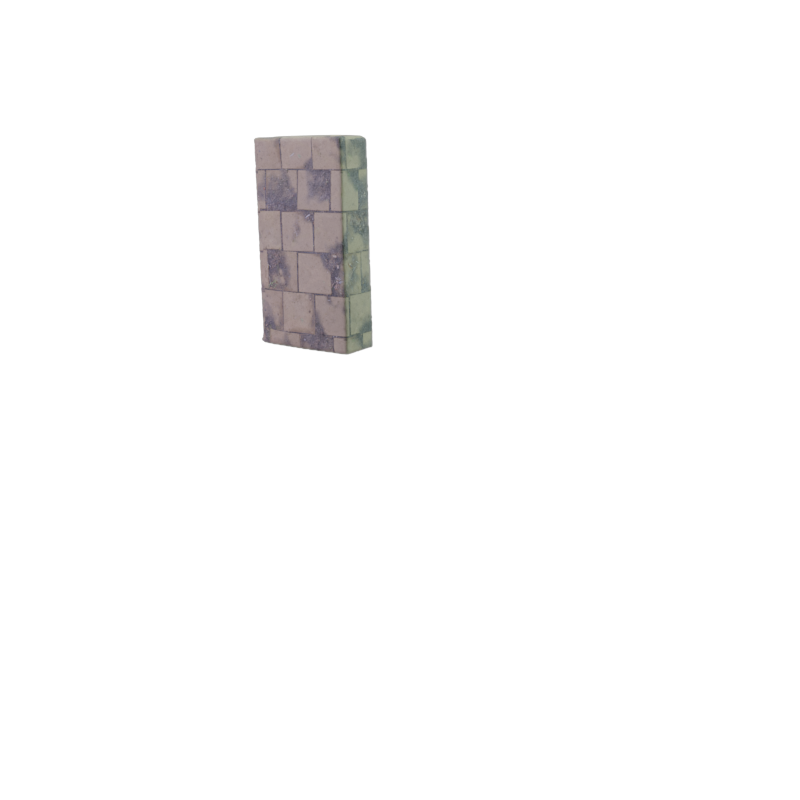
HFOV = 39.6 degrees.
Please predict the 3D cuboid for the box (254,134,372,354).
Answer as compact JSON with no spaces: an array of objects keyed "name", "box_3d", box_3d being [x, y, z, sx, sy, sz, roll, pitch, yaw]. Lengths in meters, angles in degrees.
[{"name":"box","box_3d":[-0.072,-0.132,0.921,0.097,0.174,0.047,5,7,36]}]
